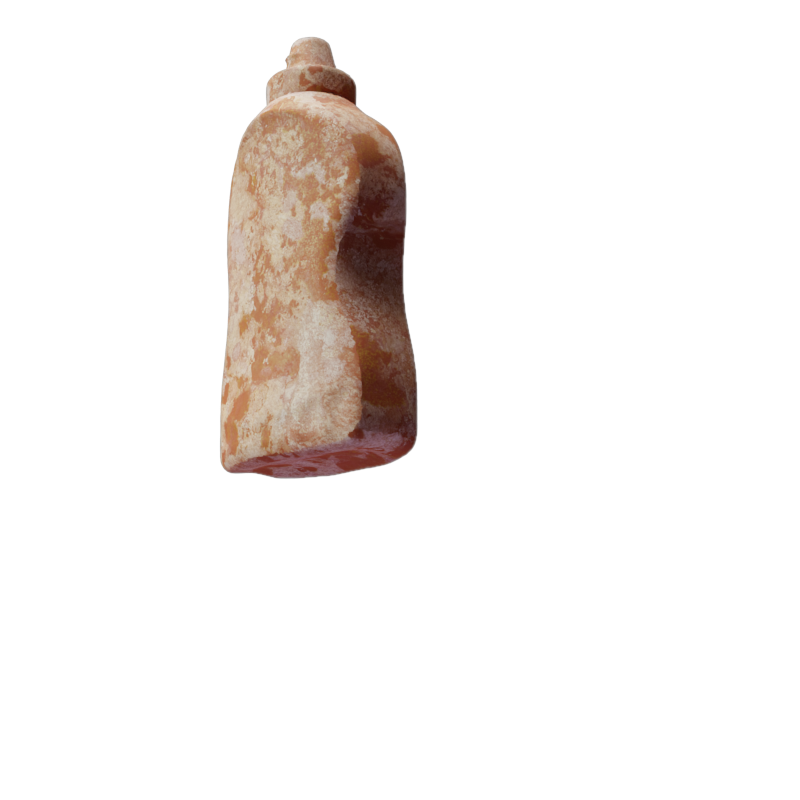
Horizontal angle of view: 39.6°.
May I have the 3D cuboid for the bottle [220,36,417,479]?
[{"bbox_3d":[-0.038,-0.068,0.476,0.055,0.200,0.097,13,-23,-37],"label":"bottle"}]
